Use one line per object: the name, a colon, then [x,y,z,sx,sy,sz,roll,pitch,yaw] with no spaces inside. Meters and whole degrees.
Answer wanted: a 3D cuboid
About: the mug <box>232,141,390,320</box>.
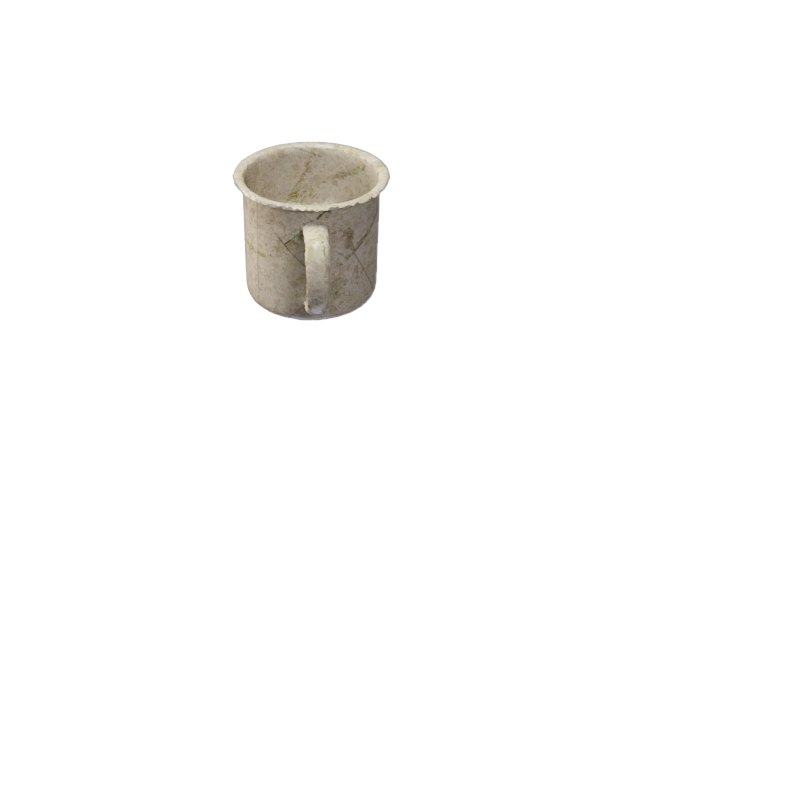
mug: [-0.052,-0.095,0.667,0.092,0.076,0.126,-4,34,-7]
